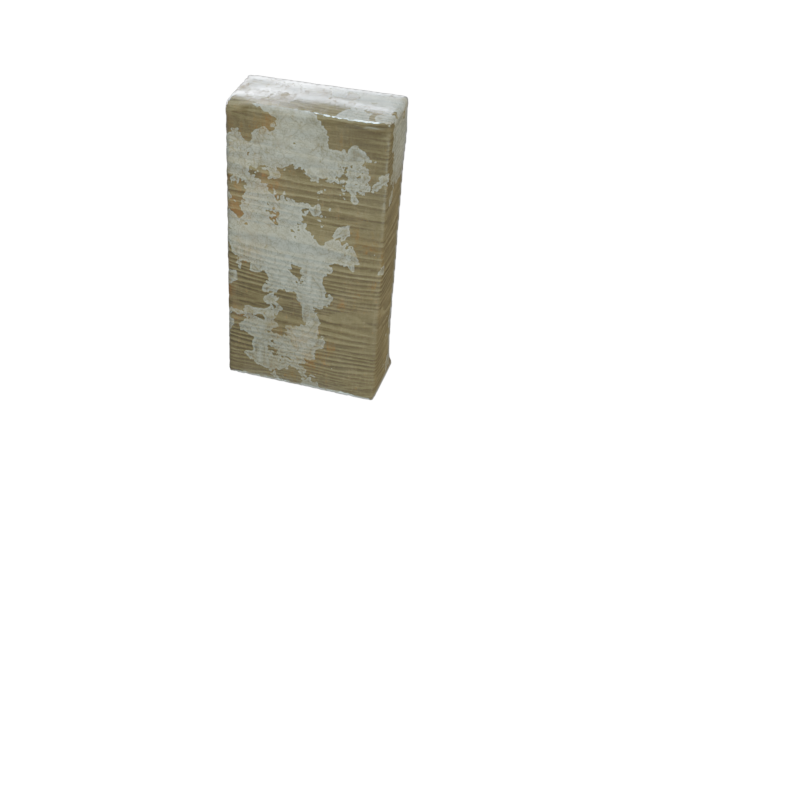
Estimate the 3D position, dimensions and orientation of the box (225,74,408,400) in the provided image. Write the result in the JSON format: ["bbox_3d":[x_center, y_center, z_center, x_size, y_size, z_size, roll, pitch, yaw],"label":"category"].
[{"bbox_3d":[-0.049,-0.089,0.624,0.095,0.165,0.050,11,36,13],"label":"box"}]
